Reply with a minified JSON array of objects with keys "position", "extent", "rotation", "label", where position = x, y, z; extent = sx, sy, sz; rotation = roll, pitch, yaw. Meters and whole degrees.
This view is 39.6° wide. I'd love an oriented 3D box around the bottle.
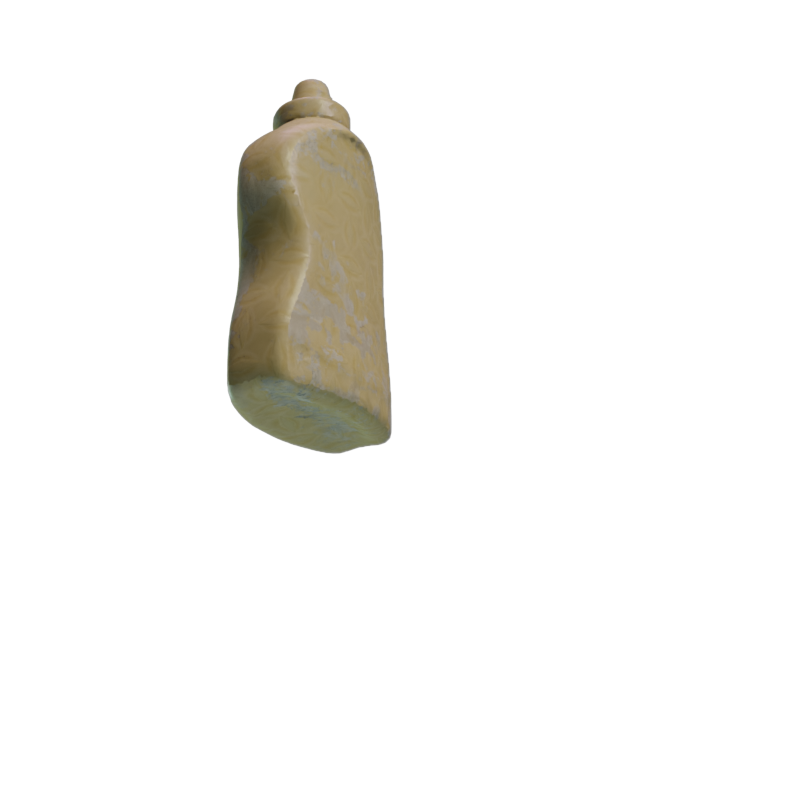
[{"position":[-0.043,-0.078,0.548],"extent":[0.059,0.203,0.089],"rotation":[-18,-31,28],"label":"bottle"}]
